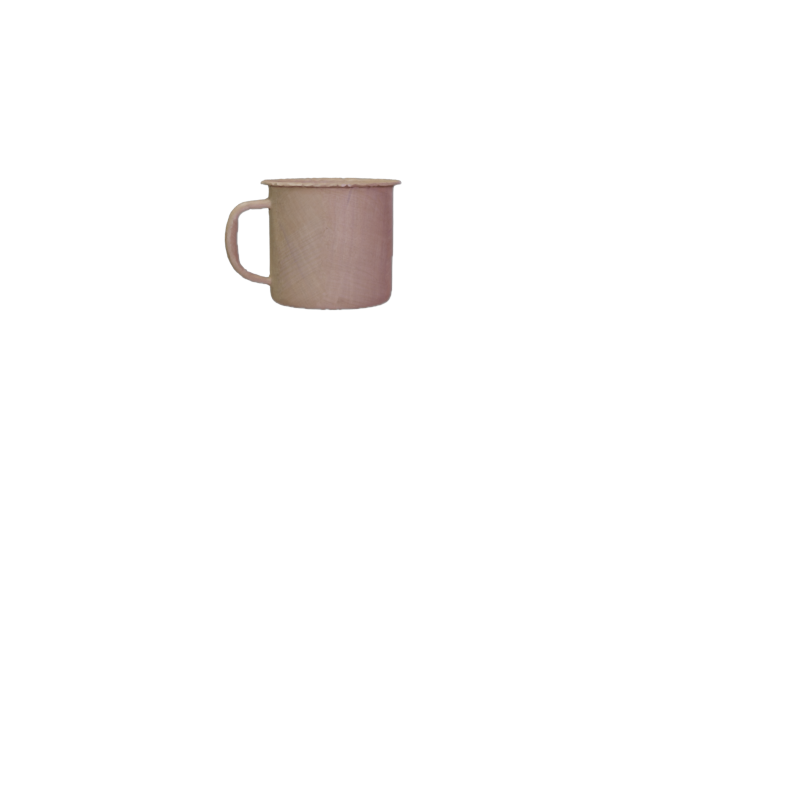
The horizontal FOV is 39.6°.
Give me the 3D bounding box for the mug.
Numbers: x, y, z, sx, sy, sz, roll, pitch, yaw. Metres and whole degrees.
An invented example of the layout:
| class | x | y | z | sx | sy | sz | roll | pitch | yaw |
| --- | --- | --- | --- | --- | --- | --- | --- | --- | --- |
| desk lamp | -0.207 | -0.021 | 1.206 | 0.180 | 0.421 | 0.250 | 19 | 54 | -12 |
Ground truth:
| class | x | y | z | sx | sy | sz | roll | pitch | yaw |
| --- | --- | --- | --- | --- | --- | --- | --- | --- | --- |
| mug | -0.057 | -0.105 | 0.733 | 0.115 | 0.080 | 0.097 | -2 | 10 | -13 |
